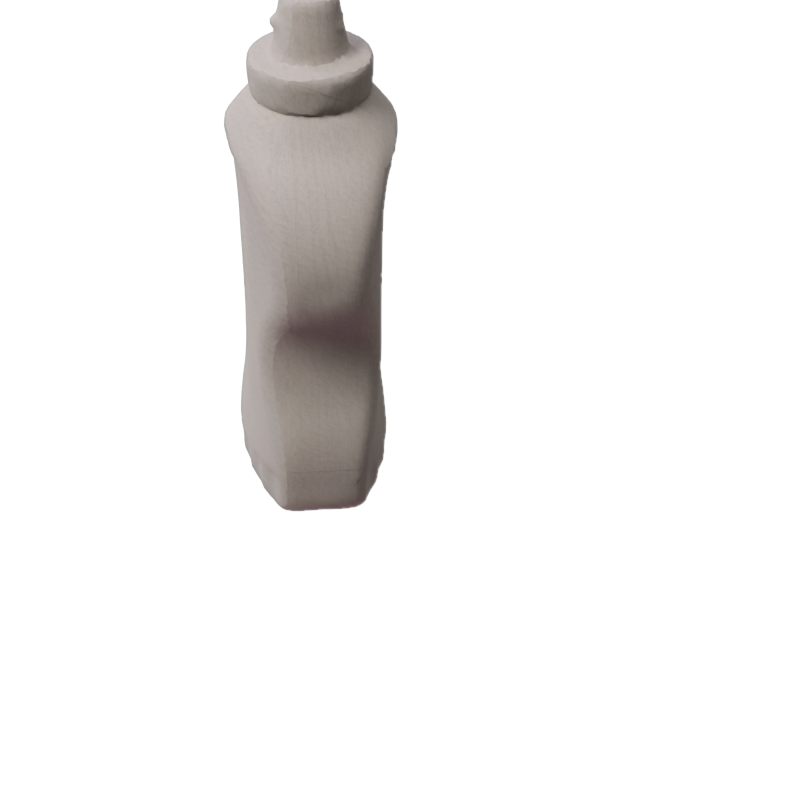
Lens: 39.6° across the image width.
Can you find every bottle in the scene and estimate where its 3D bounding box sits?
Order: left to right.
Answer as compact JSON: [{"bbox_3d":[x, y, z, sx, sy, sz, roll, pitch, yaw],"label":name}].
[{"bbox_3d":[-0.032,-0.057,0.398,0.058,0.179,0.103,-1,40,-6],"label":"bottle"}]
